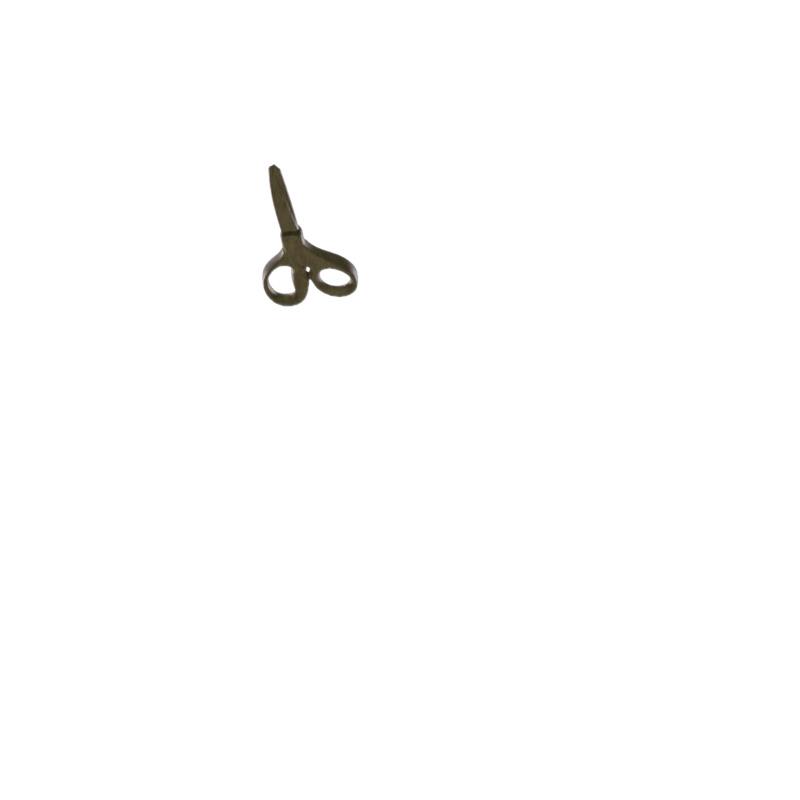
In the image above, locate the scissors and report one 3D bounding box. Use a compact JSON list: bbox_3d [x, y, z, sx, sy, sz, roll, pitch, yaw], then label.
[{"bbox_3d":[-0.075,-0.137,0.959,0.095,0.017,0.192,5,-29,-9],"label":"scissors"}]
